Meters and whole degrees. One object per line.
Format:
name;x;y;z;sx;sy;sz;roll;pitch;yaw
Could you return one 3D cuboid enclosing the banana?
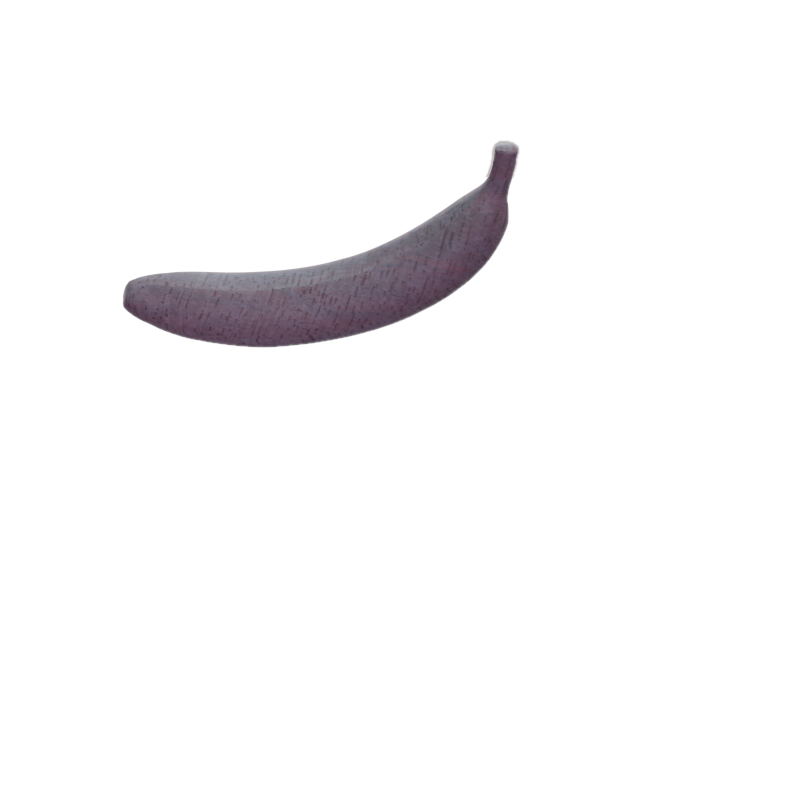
banana;-0.031;-0.061;0.527;0.198;0.066;0.039;-20;22;8
